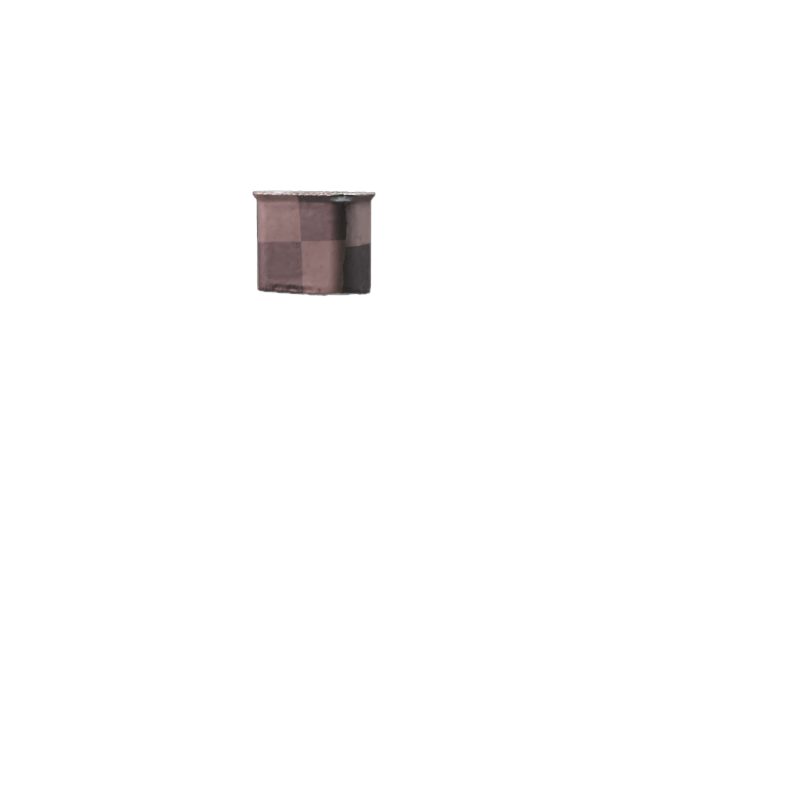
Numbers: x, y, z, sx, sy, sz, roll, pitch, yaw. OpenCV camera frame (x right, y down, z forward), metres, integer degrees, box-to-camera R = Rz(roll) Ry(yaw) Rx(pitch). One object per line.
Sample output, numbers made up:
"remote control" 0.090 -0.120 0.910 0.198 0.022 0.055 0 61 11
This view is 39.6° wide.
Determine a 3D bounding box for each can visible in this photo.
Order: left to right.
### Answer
"can" -0.072 -0.131 0.920 0.106 0.083 0.056 5 8 30
